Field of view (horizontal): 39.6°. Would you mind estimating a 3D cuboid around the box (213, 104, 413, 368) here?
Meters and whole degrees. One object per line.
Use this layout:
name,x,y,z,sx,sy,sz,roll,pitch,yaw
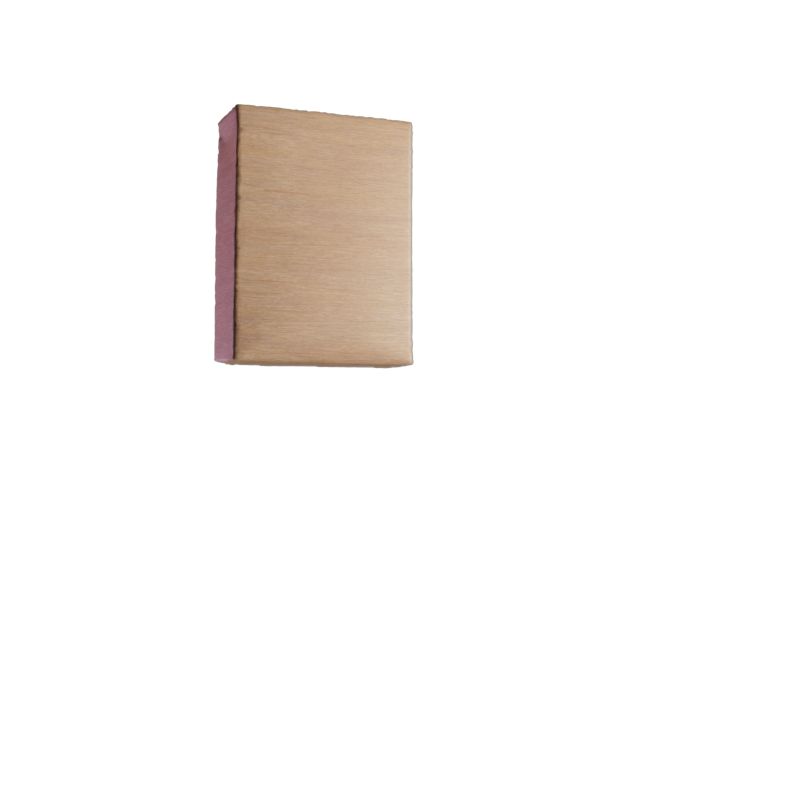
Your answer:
box,-0.075,-0.136,0.955,0.159,0.218,0.072,2,-8,-22
